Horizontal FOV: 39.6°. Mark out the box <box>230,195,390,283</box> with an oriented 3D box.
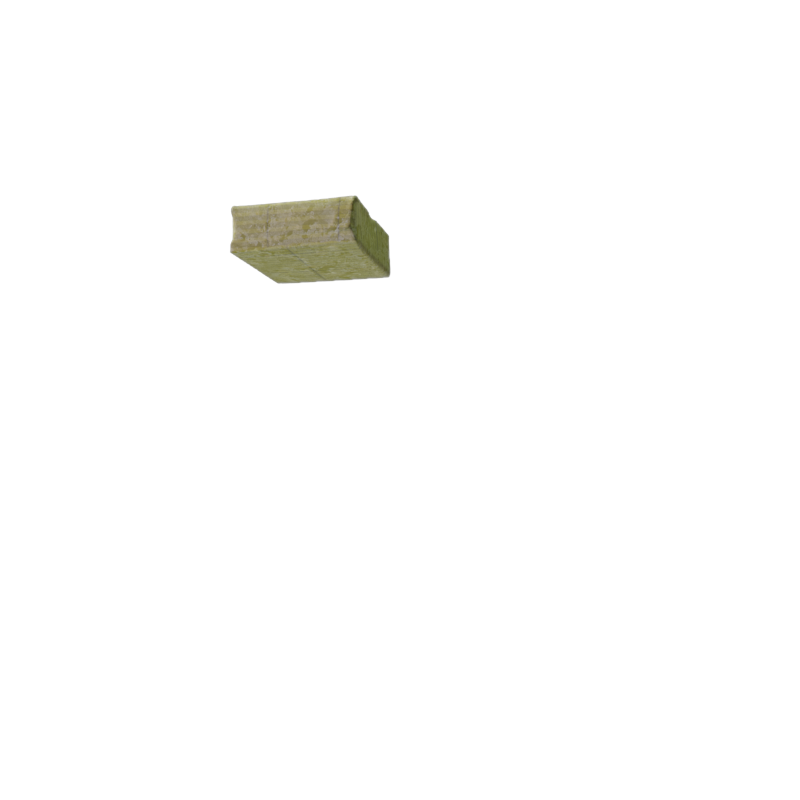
[{"bbox_3d":[-0.051,-0.092,0.646,0.074,0.031,0.085,-2,-9,14],"label":"box"}]
